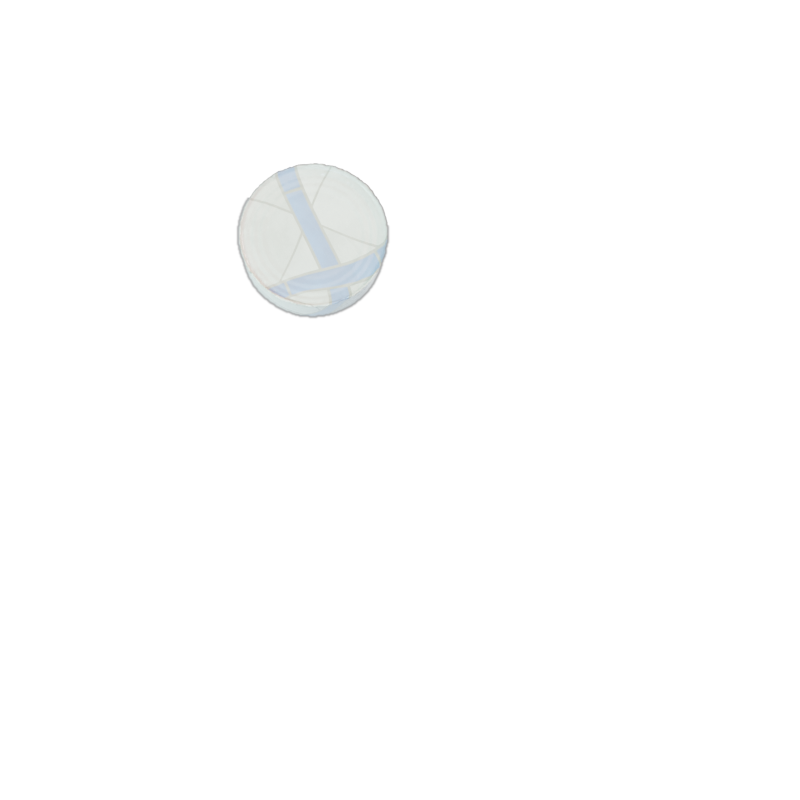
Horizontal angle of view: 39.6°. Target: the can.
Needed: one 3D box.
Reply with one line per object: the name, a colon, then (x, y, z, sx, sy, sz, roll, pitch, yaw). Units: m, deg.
can: (-0.051, -0.092, 0.647, 0.086, 0.089, 0.032, 0, -16, -1)
